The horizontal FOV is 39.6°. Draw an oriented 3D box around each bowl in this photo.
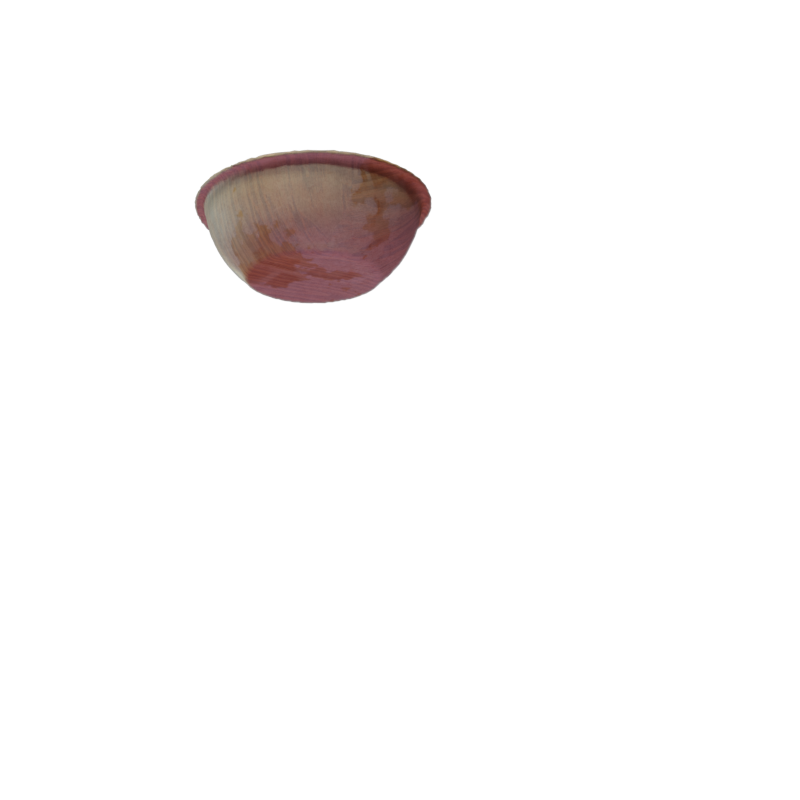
[{"bbox_3d":[-0.058,-0.107,0.746,0.162,0.058,0.155,0,-18,-2],"label":"bowl"}]
